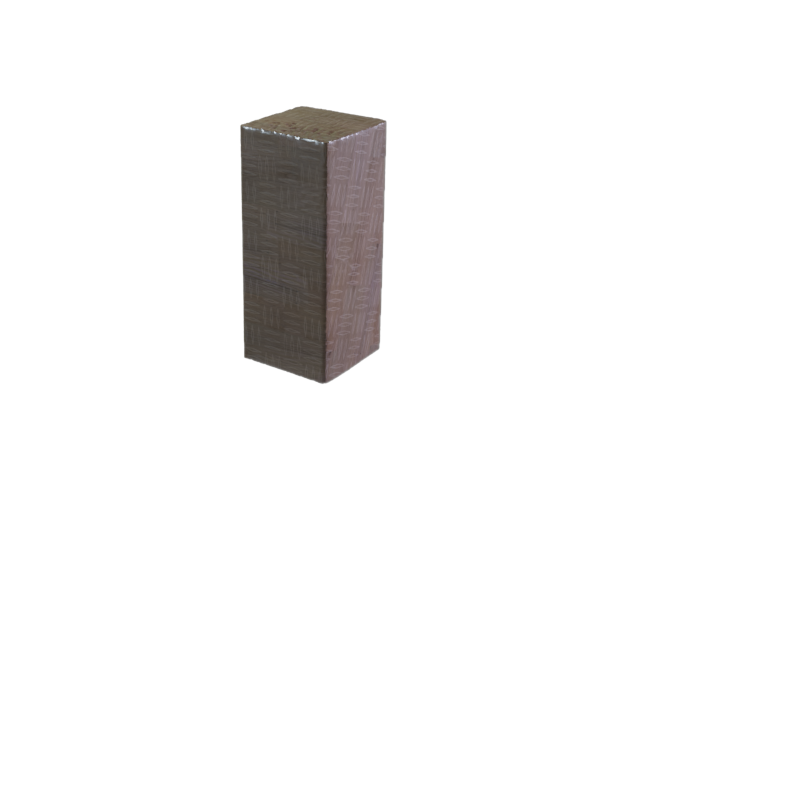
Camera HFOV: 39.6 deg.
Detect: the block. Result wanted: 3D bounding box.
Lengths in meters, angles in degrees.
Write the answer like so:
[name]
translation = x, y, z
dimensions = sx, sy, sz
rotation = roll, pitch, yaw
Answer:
[block]
translation = -0.072, -0.133, 0.933
dimensions = 0.095, 0.197, 0.090
rotation = 15, 26, 30
